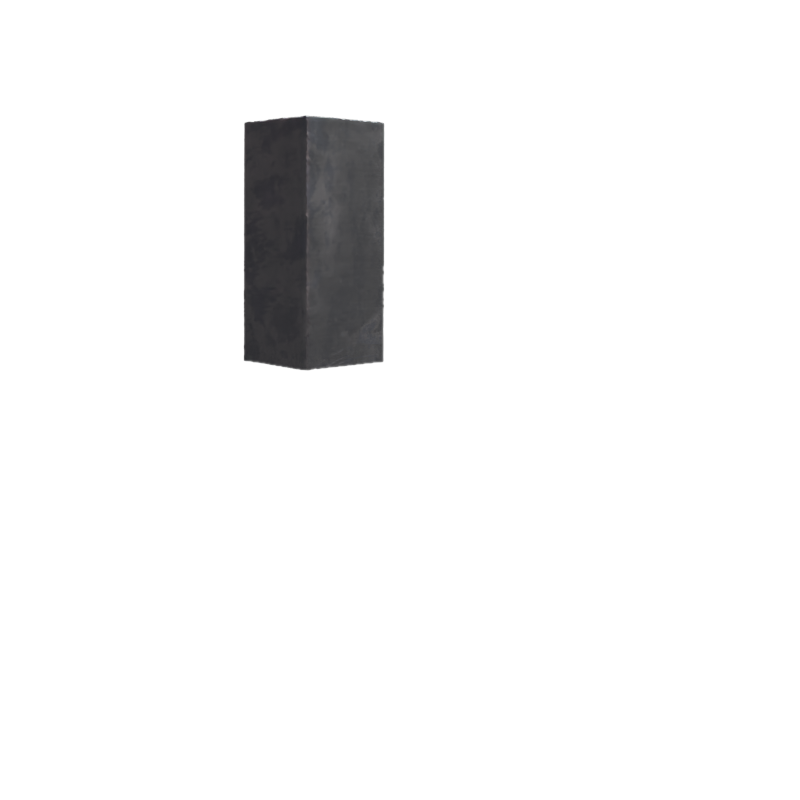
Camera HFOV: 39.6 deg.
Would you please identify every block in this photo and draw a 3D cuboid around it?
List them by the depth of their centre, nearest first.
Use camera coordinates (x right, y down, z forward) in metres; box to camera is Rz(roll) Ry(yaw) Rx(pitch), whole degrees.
[{"bbox_3d":[-0.075,-0.136,0.955,0.087,0.205,0.094,-2,3,-42],"label":"block"}]
